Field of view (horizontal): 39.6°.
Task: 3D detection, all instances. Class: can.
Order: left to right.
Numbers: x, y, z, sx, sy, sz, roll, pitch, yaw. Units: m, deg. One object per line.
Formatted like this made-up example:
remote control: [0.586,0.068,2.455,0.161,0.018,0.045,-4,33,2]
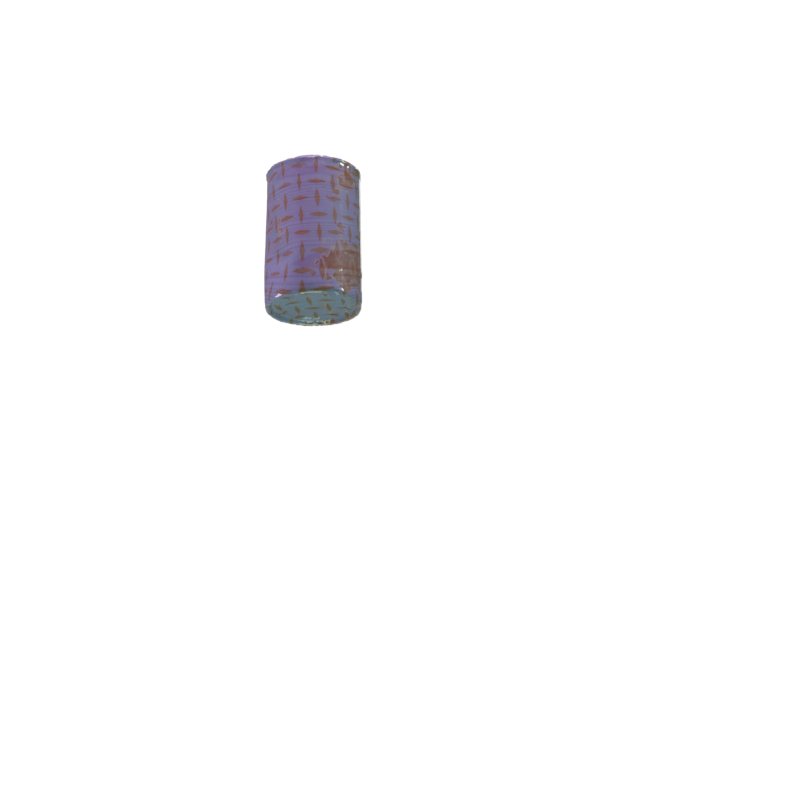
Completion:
can: [-0.060,-0.110,0.771,0.068,0.108,0.065,0,-22,-2]
